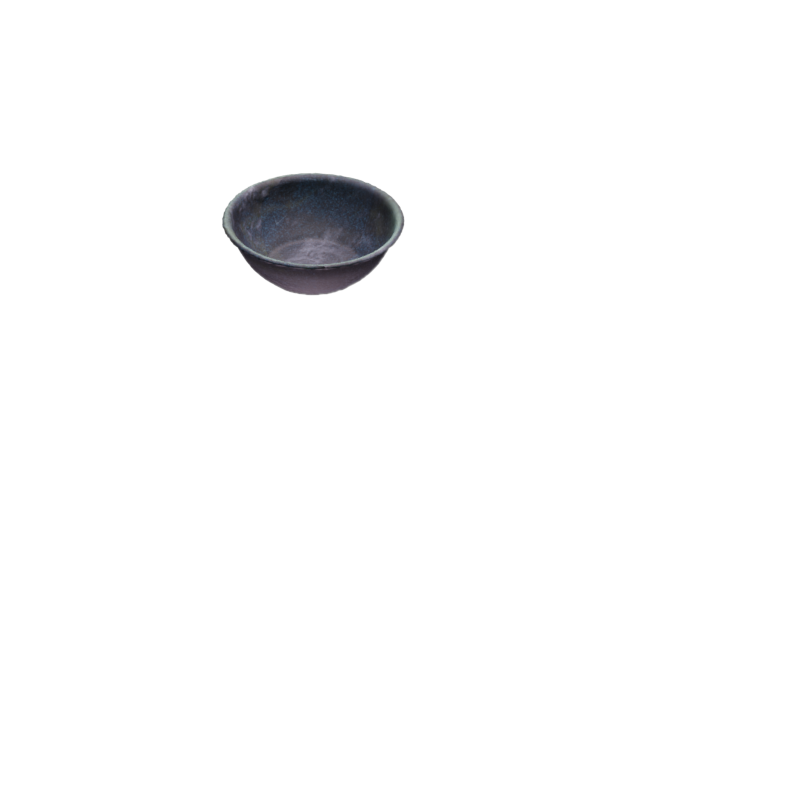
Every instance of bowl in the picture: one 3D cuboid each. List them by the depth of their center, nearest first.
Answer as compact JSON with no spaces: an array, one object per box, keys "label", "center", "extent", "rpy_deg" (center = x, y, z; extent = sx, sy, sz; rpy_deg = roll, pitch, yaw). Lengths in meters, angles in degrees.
[{"label":"bowl","center":[-0.078,-0.142,0.996],"extent":[0.162,0.051,0.173],"rpy_deg":[-1,37,-2]}]
